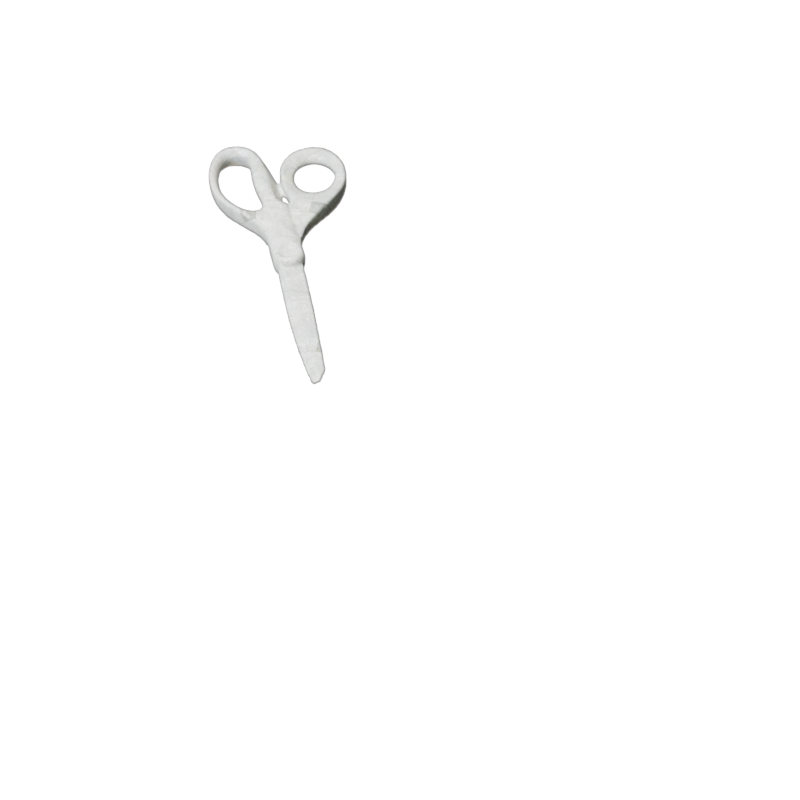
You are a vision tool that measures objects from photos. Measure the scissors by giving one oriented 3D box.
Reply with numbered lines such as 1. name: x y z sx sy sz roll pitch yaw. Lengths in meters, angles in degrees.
1. scissors: -0.052 -0.095 0.665 0.095 0.015 0.218 -20 50 -18
